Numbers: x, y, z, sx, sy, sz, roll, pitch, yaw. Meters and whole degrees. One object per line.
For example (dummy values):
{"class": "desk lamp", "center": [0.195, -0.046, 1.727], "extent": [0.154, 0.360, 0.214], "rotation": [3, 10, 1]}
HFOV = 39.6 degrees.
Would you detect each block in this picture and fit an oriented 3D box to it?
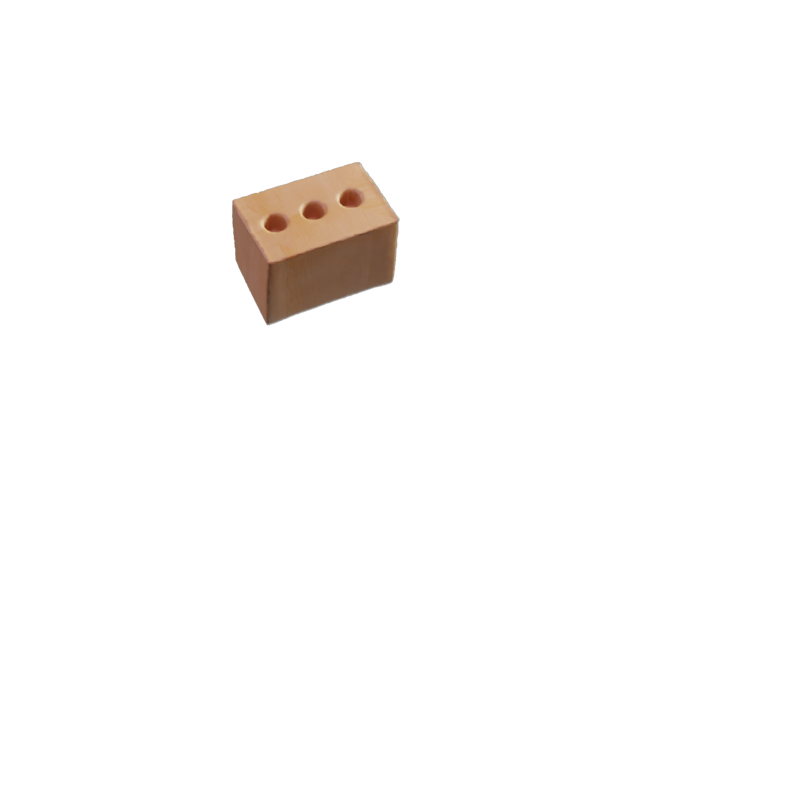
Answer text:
{"class": "block", "center": [-0.047, -0.086, 0.605], "extent": [0.077, 0.057, 0.048], "rotation": [-21, -35, -17]}
